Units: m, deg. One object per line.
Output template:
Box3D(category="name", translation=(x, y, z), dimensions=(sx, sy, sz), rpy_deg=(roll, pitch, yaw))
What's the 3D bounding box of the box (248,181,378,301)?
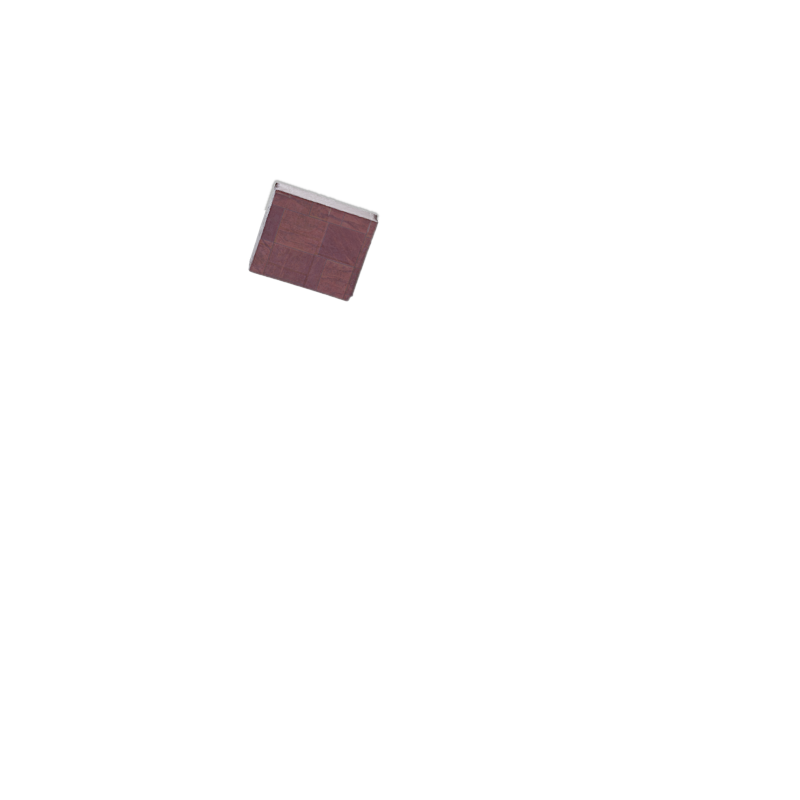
Box3D(category="box", translation=(-0.070, -0.128, 0.900), dimensions=(0.088, 0.071, 0.032), rpy_deg=(17, 19, -7))
